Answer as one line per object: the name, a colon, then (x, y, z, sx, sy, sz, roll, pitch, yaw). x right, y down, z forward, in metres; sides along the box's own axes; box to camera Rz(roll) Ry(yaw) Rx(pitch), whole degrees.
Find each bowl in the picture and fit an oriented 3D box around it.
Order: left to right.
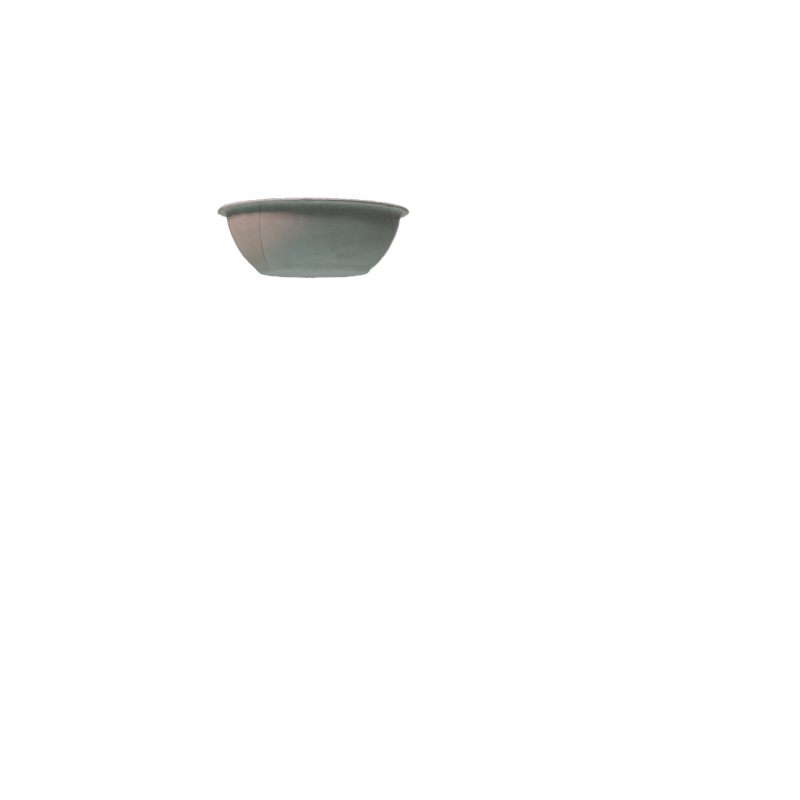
bowl: (-0.073, -0.133, 0.933, 0.162, 0.055, 0.161, 0, 1, -2)
